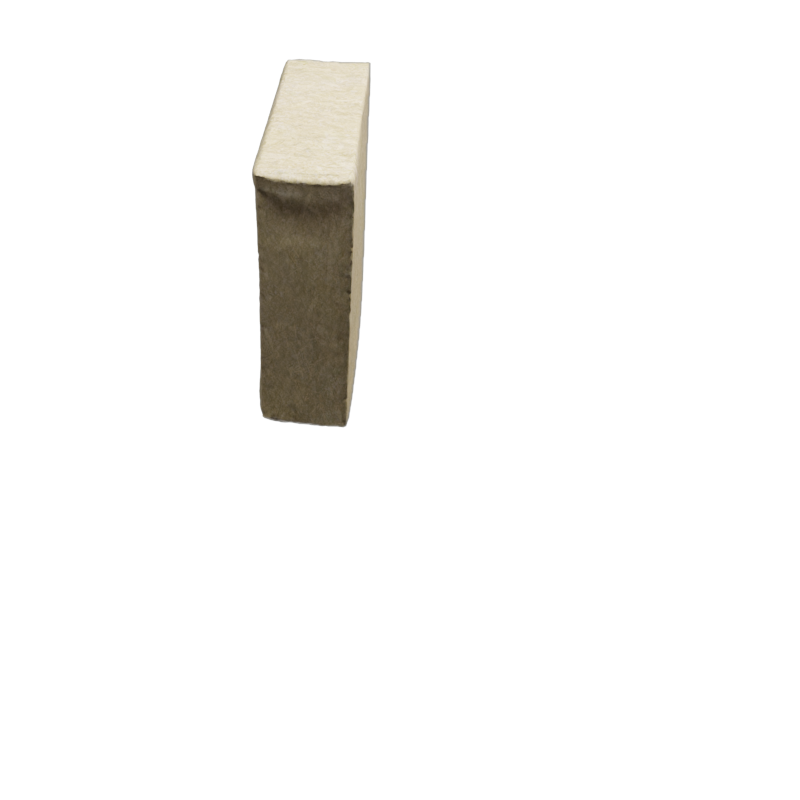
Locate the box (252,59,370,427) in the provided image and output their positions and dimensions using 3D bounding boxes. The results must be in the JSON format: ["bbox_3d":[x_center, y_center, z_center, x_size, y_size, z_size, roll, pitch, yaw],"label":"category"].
[{"bbox_3d":[-0.063,-0.115,0.802,0.072,0.200,0.175,3,39,0],"label":"box"}]
